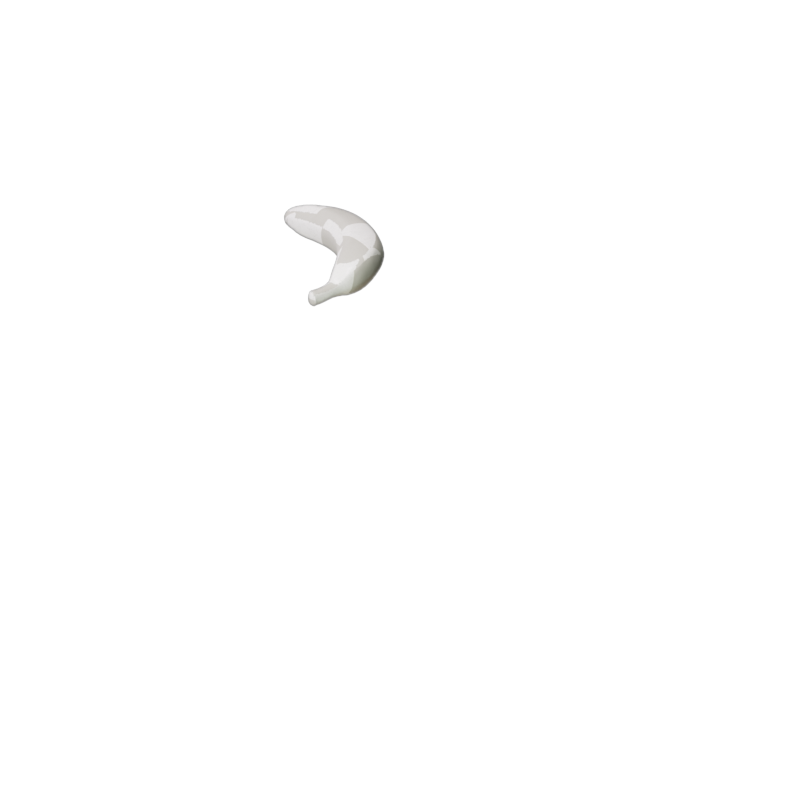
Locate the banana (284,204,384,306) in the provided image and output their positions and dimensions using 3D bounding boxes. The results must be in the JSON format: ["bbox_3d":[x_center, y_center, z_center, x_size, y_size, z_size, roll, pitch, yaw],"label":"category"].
[{"bbox_3d":[-0.053,-0.130,0.911,0.069,0.035,0.209,-4,25,-9],"label":"banana"}]
